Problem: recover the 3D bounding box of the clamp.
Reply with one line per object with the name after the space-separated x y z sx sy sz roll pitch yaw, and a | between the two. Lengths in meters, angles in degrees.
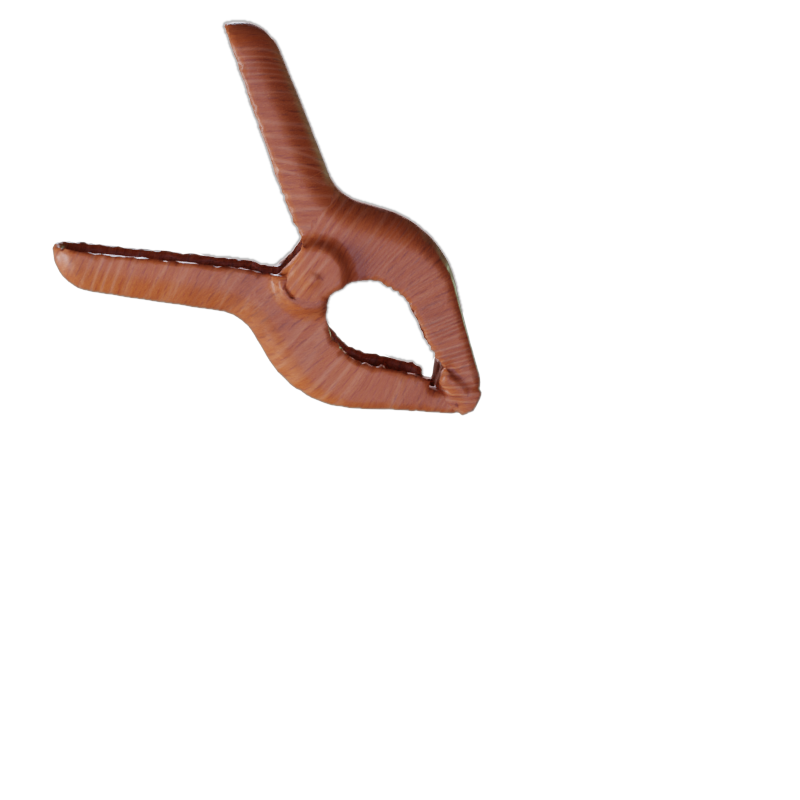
-0.033 -0.061 0.427 0.168 0.118 0.041 29 14 -8 | clamp
